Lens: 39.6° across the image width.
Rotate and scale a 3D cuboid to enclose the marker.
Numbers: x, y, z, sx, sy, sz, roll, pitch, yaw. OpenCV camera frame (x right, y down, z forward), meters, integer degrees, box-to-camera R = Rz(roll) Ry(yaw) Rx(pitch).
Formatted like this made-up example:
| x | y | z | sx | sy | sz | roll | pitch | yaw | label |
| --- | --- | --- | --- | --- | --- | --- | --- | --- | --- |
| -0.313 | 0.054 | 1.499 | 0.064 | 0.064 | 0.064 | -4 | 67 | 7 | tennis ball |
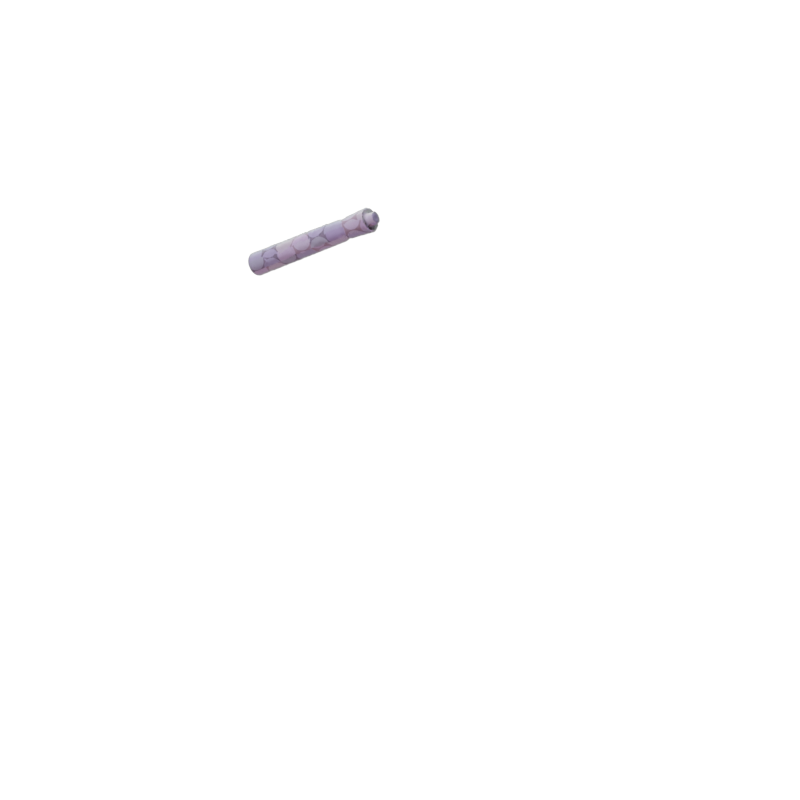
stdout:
| x | y | z | sx | sy | sz | roll | pitch | yaw | label |
| --- | --- | --- | --- | --- | --- | --- | --- | --- | --- |
| -0.065 | -0.119 | 0.836 | 0.123 | 0.020 | 0.019 | -15 | -6 | 36 | marker |
